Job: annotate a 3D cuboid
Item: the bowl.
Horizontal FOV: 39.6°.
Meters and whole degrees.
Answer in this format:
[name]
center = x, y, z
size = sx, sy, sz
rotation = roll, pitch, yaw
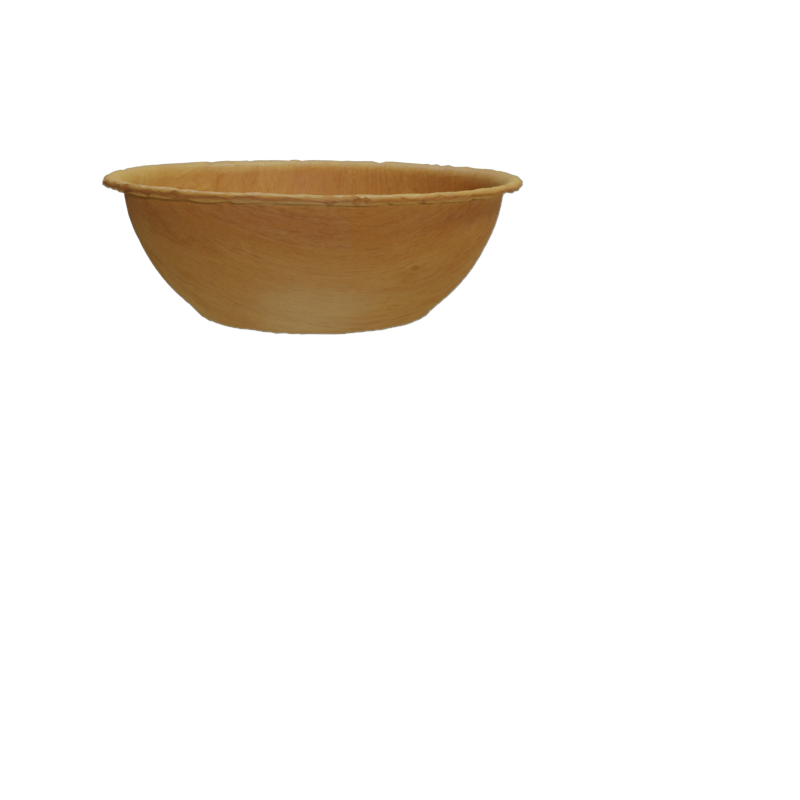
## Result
[bowl]
center = -0.034, -0.062, 0.435
size = 0.162, 0.054, 0.167
rotation = 0, 15, -2
